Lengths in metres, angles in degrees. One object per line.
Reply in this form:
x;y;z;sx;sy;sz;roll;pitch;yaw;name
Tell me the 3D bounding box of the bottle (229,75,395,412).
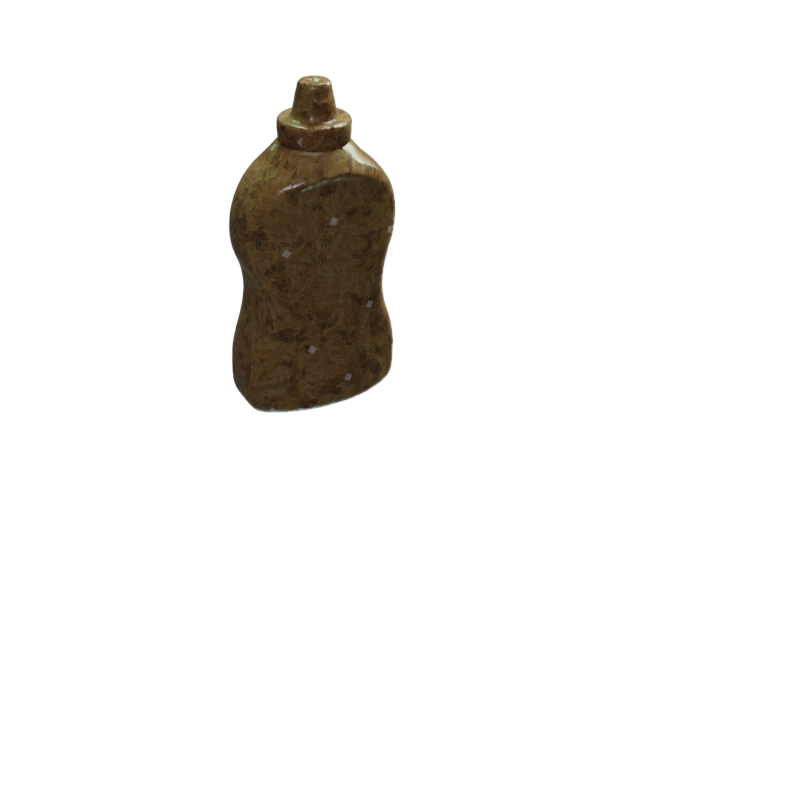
-0.049;-0.090;0.630;0.094;0.181;0.063;-12;30;-24;bottle
